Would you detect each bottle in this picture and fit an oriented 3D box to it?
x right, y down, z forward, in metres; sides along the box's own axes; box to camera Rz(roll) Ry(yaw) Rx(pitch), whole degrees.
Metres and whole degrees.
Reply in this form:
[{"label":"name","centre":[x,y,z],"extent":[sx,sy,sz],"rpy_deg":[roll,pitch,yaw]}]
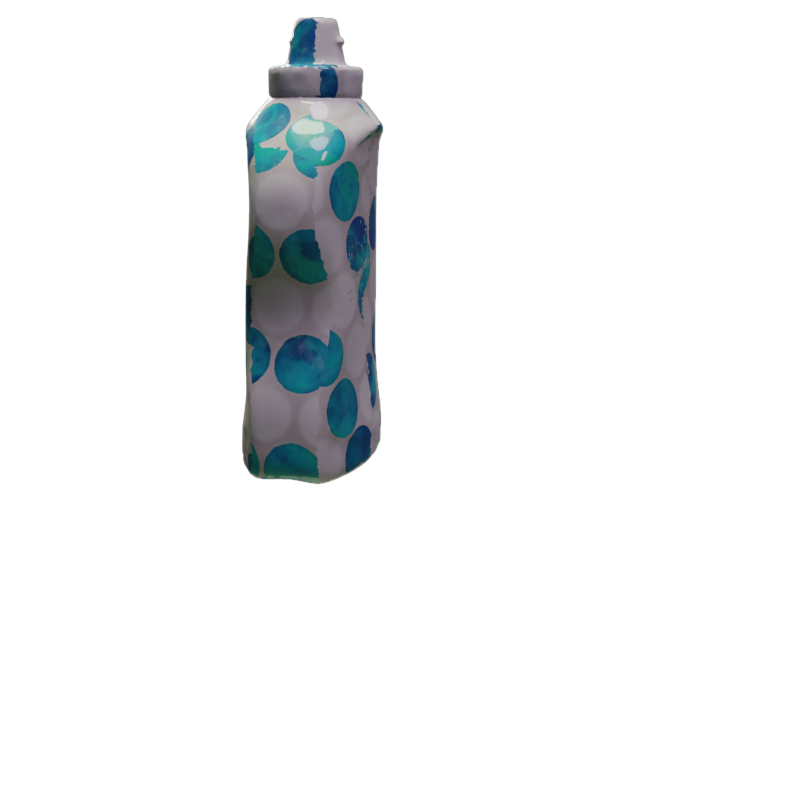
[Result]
[{"label":"bottle","centre":[-0.037,-0.069,0.484],"extent":[0.060,0.188,0.096],"rpy_deg":[2,9,13]}]
